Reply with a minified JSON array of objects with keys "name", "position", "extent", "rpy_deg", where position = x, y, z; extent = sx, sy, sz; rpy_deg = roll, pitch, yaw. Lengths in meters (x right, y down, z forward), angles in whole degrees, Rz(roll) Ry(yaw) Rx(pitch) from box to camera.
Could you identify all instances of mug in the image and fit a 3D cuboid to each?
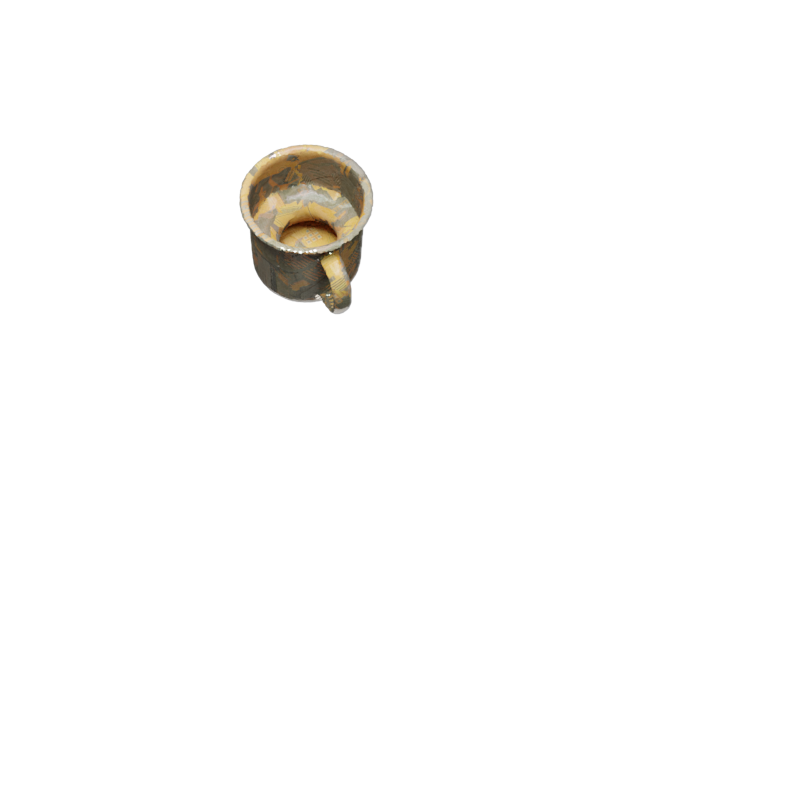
[{"name":"mug","position":[-0.062,-0.113,0.794],"extent":[0.093,0.125,0.076],"rpy_deg":[-22,-27,-14]}]
